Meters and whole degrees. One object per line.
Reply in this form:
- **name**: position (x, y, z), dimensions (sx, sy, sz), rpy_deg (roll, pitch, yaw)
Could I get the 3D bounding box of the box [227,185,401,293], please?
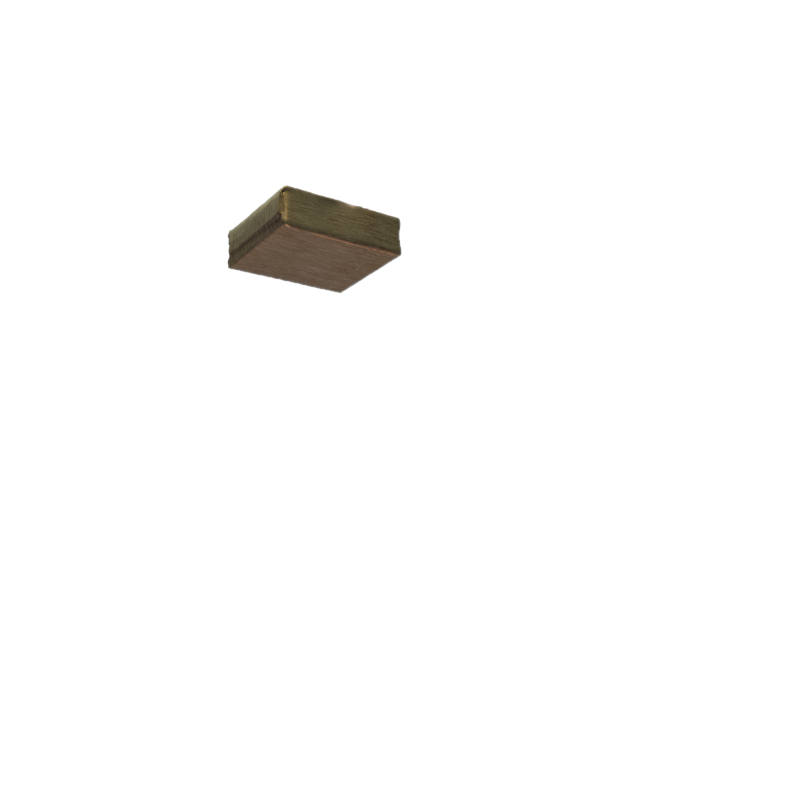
- **box**: position (-0.056, -0.101, 0.709), dimensions (0.085, 0.032, 0.073), rpy_deg (12, -23, -30)
